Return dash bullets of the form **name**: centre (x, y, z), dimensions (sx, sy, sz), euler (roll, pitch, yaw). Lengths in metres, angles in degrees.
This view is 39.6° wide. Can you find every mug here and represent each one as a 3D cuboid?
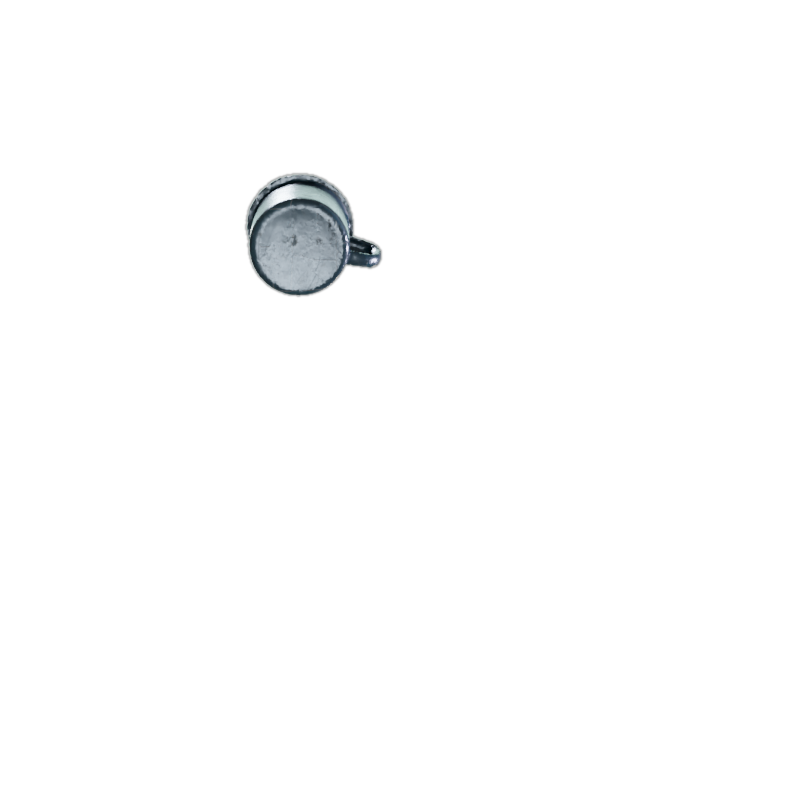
- **mug**: centre (-0.072, -0.132, 0.924), dimensions (0.116, 0.091, 0.085), euler (17, 16, -7)
